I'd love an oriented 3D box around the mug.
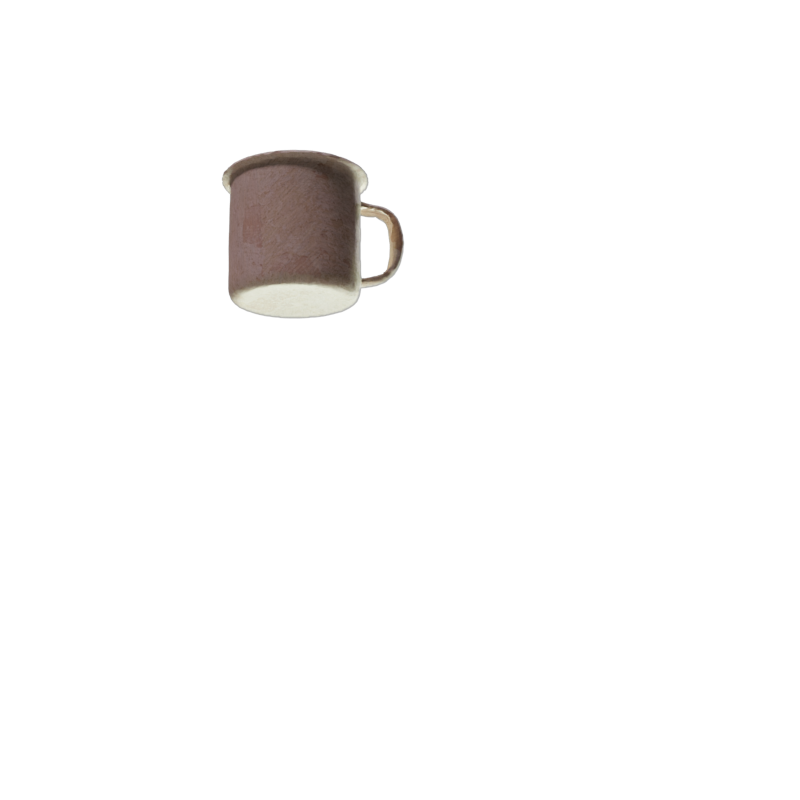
[{"bbox_3d":[-0.054,-0.099,0.693,0.114,0.085,0.092,5,-17,-18],"label":"mug"}]
